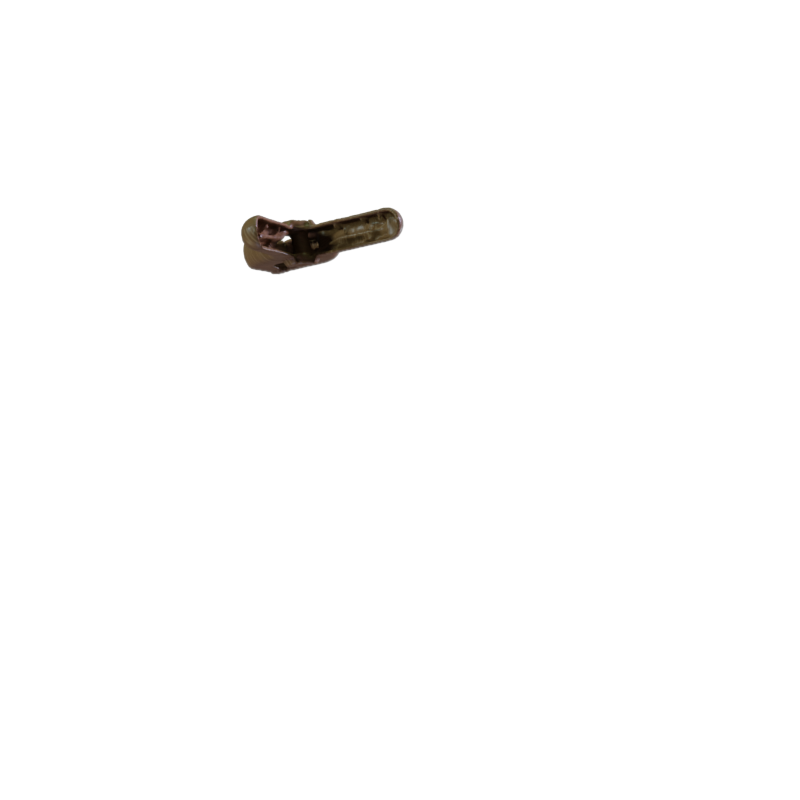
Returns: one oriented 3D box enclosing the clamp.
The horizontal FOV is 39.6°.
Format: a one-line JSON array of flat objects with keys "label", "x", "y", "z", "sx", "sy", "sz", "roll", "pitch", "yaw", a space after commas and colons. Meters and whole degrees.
[{"label": "clamp", "x": -0.068, "y": -0.124, "z": 0.868, "sx": 0.119, "sy": 0.039, "sz": 0.172, "roll": 0, "pitch": 2, "yaw": -10}]
